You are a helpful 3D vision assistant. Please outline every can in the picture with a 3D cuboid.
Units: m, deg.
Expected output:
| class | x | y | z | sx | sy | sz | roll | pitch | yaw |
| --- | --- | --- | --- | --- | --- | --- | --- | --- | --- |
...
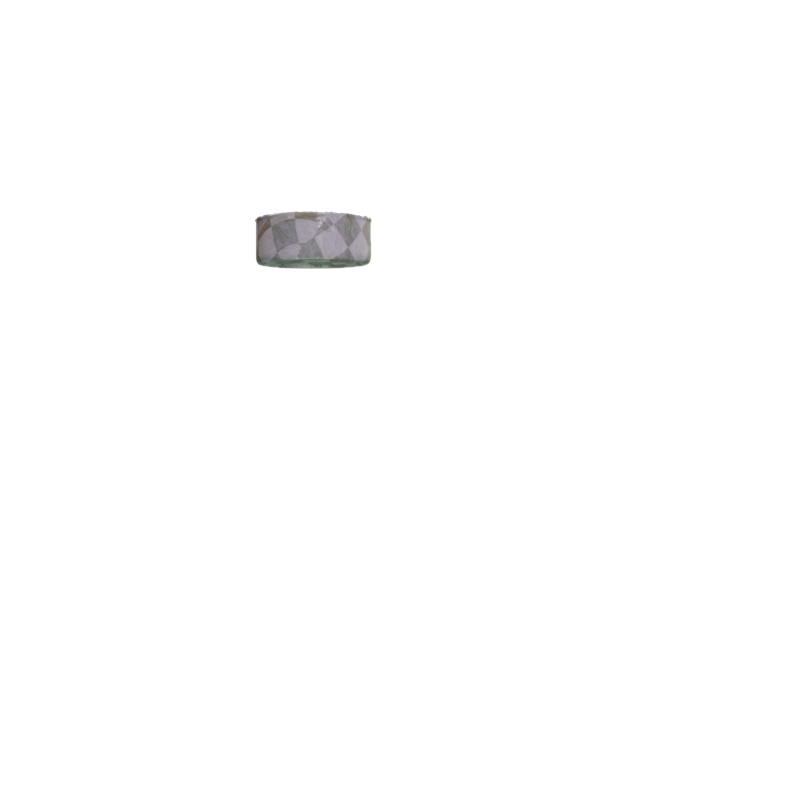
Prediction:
| class | x | y | z | sx | sy | sz | roll | pitch | yaw |
| --- | --- | --- | --- | --- | --- | --- | --- | --- | --- |
| can | -0.064 | -0.116 | 0.813 | 0.086 | 0.034 | 0.085 | 0 | 1 | -2 |
